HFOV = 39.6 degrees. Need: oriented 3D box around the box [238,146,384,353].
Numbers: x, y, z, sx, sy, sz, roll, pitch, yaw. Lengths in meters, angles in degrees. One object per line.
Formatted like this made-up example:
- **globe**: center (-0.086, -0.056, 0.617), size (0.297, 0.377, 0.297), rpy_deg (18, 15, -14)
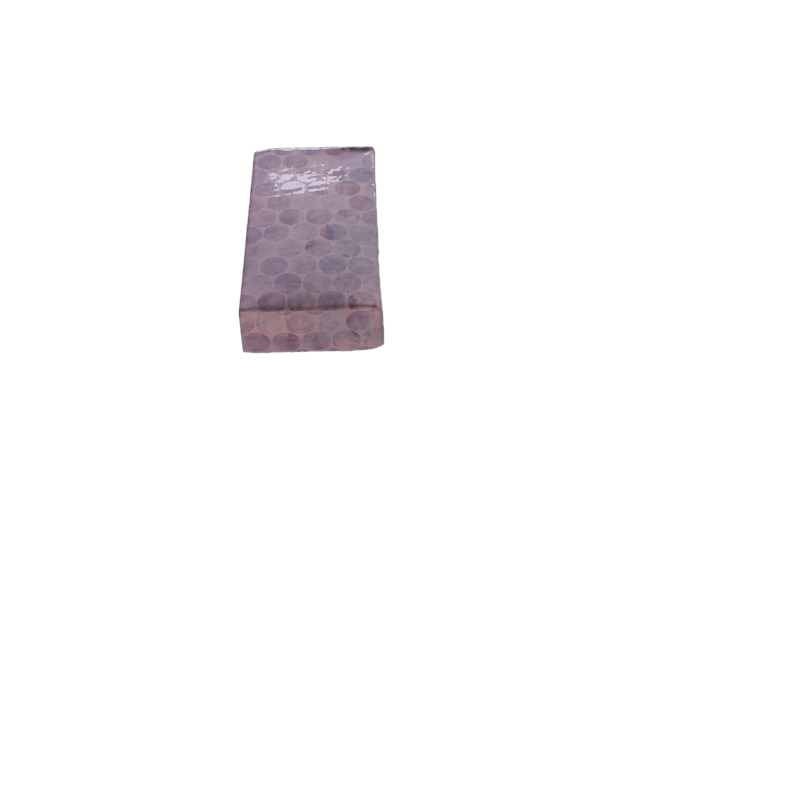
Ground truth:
- **box**: center (-0.061, -0.110, 0.771), size (0.093, 0.189, 0.045), rpy_deg (-3, -43, -1)
